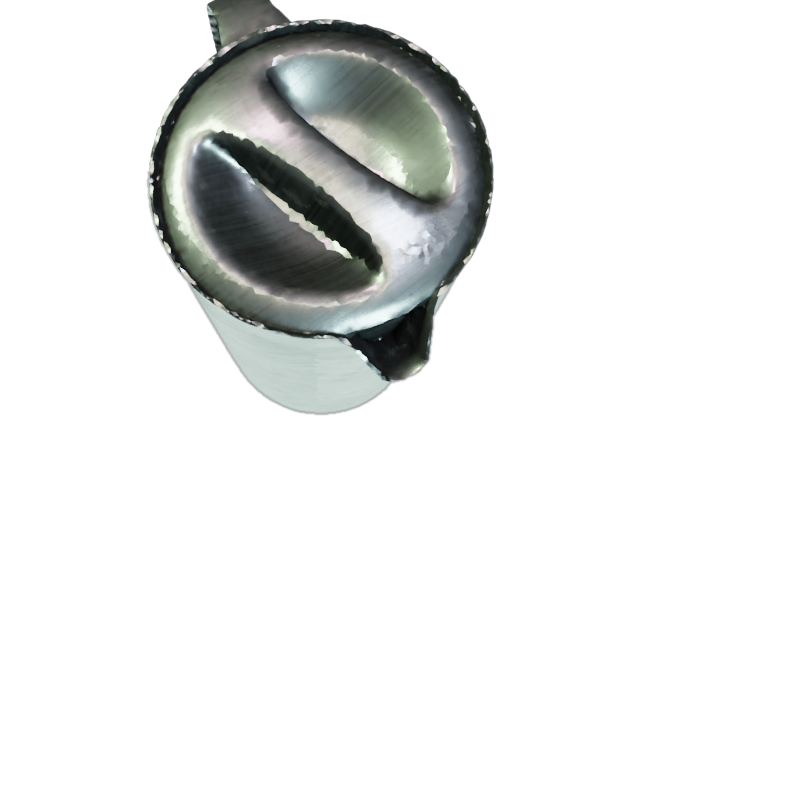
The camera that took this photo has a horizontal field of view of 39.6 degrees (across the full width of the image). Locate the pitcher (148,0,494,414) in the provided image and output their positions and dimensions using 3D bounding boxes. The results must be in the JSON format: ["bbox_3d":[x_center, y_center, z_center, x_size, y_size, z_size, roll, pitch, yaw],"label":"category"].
[{"bbox_3d":[-0.042,-0.077,0.537,0.146,0.153,0.235,20,-14,2],"label":"pitcher"}]
